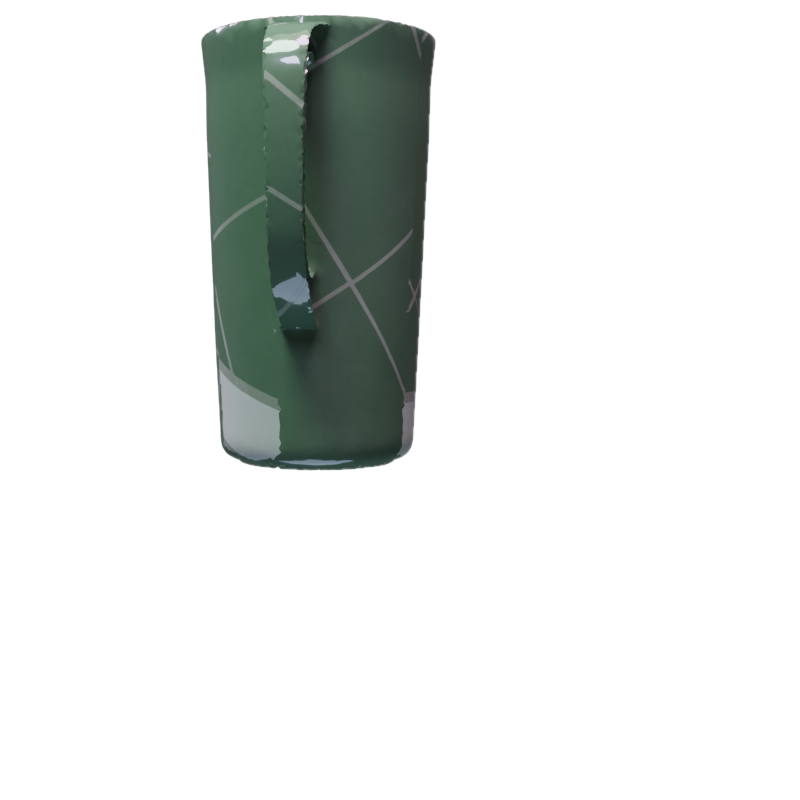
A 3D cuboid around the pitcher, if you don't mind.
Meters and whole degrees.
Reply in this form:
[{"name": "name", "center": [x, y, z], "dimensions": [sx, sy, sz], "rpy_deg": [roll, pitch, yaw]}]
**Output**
[{"name": "pitcher", "center": [-0.048, -0.088, 0.617], "dimensions": [0.143, 0.245, 0.150], "rpy_deg": [1, -1, -39]}]
